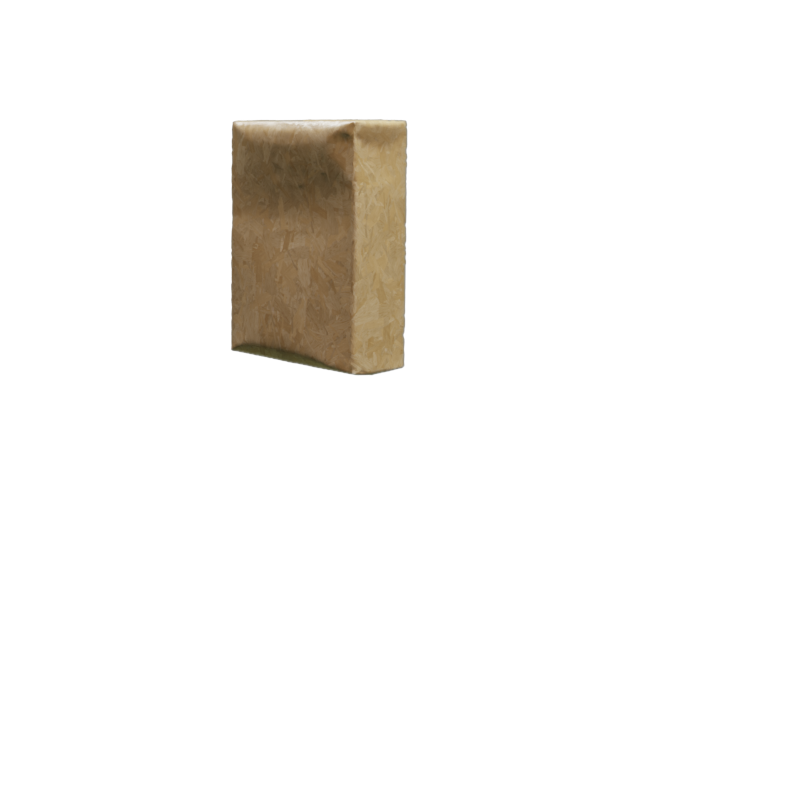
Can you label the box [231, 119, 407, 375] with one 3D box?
[{"bbox_3d":[-0.076,-0.139,0.974,0.070,0.210,0.172,-6,11,-45],"label":"box"}]
